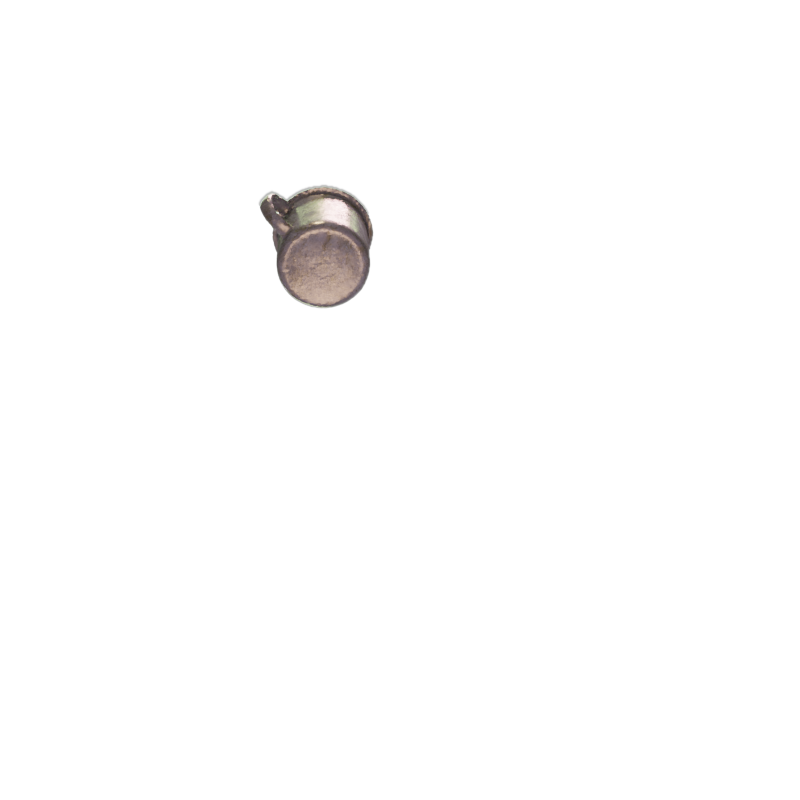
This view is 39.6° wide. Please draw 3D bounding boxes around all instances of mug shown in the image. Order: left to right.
[{"bbox_3d":[-0.077,-0.141,0.988,0.112,0.092,0.086,41,18,-18],"label":"mug"}]
